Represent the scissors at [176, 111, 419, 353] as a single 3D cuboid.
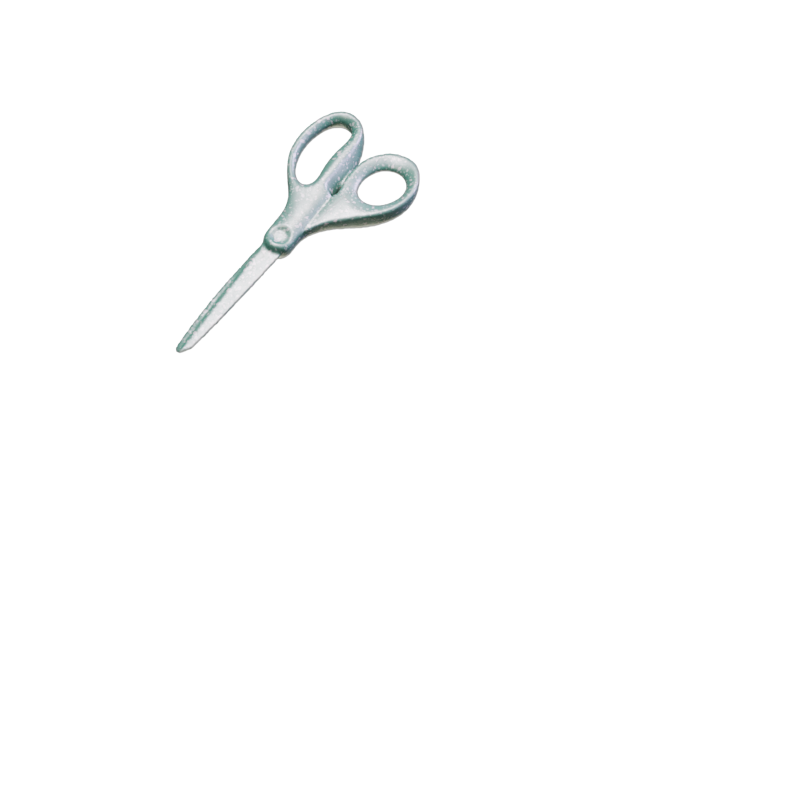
[{"bbox_3d":[-0.054,-0.098,0.689,0.098,0.211,0.015,16,-30,9],"label":"scissors"}]
